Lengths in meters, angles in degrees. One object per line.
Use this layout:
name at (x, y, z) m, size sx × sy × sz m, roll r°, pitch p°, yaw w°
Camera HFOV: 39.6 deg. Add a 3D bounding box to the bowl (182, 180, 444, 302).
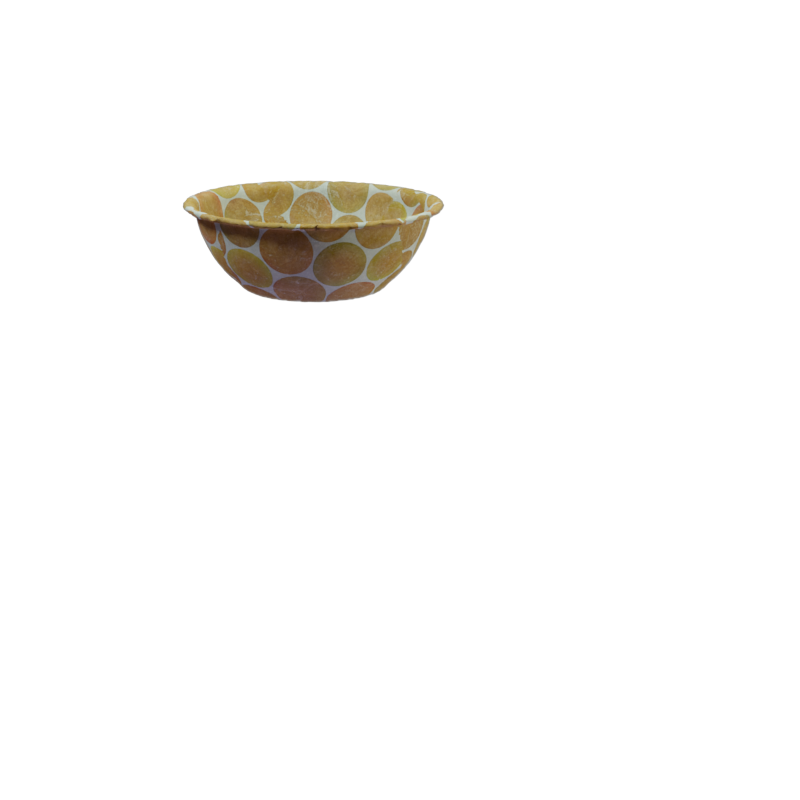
bowl at (-0.054, -0.099, 0.696) m, size 0.162 × 0.053 × 0.169 m, roll -1°, pitch 19°, yaw -2°
